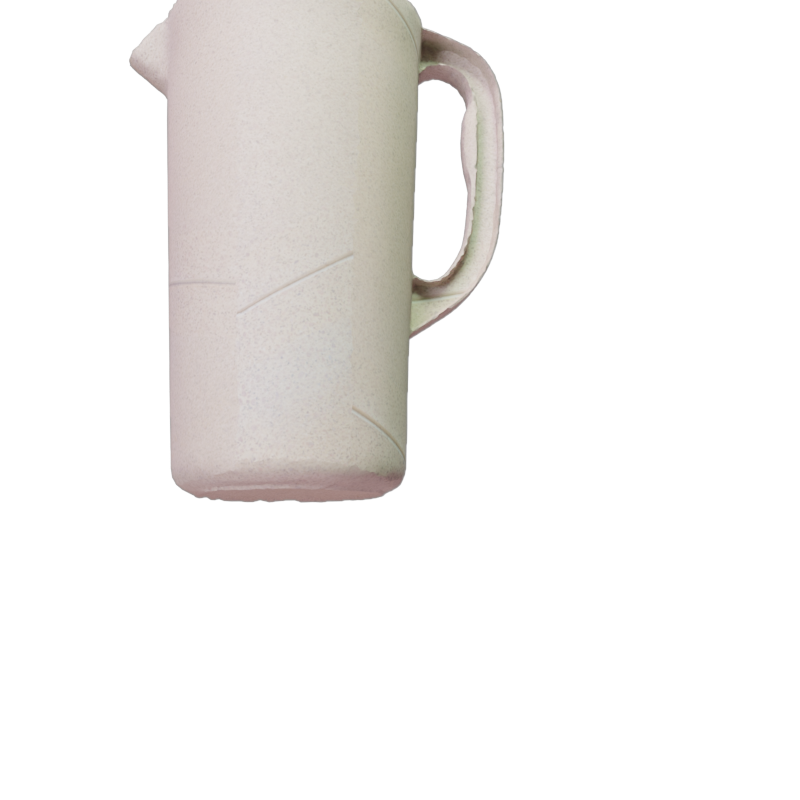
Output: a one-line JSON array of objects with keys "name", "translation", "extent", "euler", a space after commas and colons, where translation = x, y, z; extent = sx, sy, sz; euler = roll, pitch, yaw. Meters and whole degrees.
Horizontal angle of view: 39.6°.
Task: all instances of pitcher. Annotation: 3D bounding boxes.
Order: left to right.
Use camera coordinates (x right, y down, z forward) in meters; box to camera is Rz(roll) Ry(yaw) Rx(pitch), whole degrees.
[{"name": "pitcher", "translation": [-0.042, -0.077, 0.541], "extent": [0.152, 0.252, 0.137], "euler": [-12, -18, 38]}]
